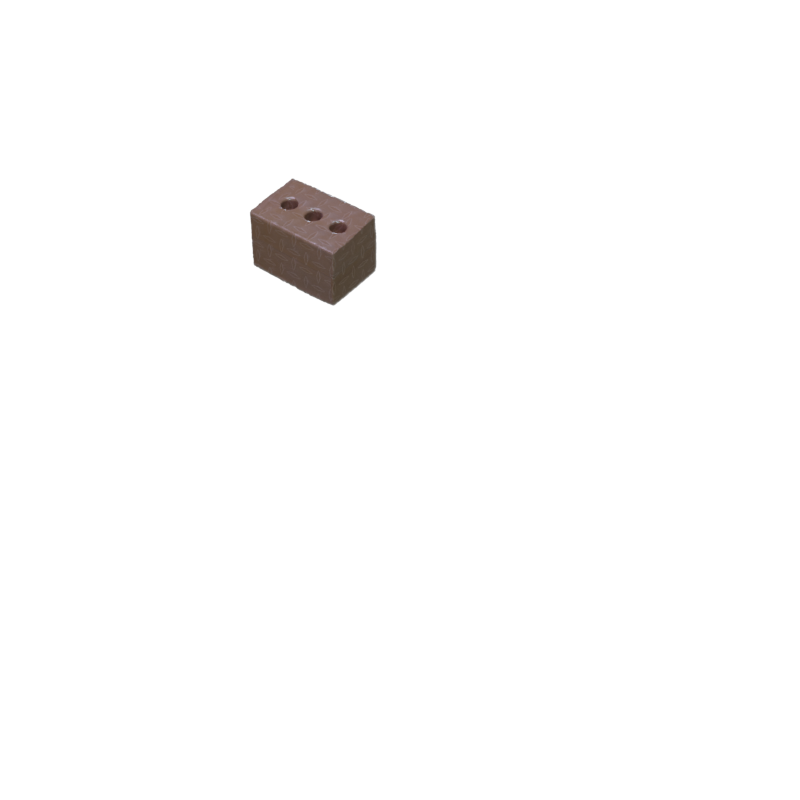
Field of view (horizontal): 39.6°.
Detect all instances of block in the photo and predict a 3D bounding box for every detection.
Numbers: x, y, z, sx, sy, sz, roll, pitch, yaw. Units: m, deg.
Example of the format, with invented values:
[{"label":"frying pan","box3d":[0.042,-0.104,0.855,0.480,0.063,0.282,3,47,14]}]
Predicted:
[{"label":"block","box3d":[-0.063,-0.115,0.802,0.082,0.048,0.054,27,49,25]}]
